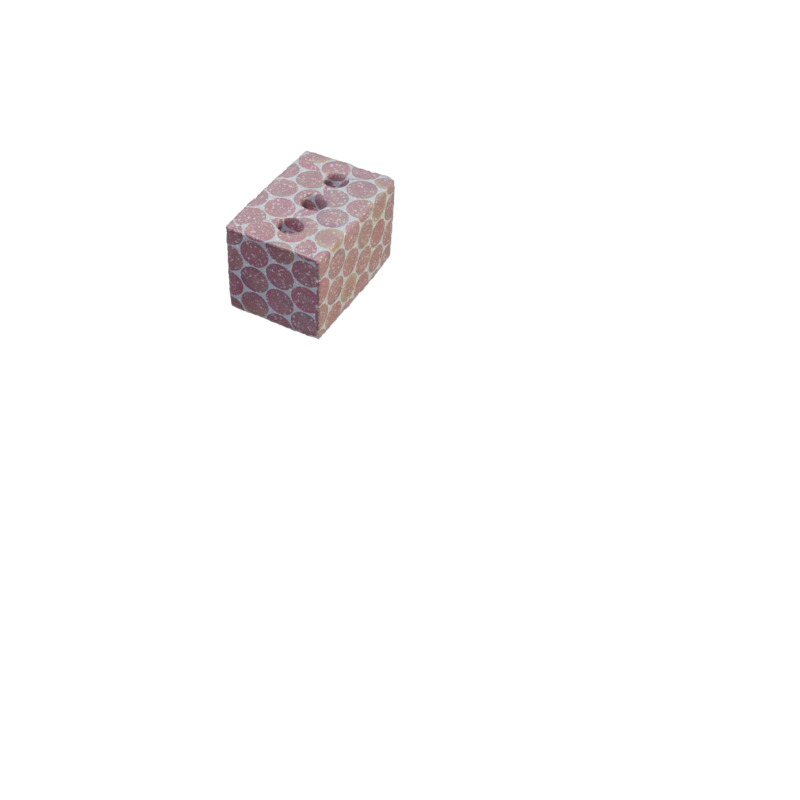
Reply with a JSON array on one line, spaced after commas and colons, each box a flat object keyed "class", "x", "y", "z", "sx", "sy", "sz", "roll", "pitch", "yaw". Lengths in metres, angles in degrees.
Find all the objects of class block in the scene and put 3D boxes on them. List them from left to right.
[{"class": "block", "x": -0.043, "y": -0.078, "z": 0.549, "sx": 0.055, "sy": 0.048, "sz": 0.080, "roll": 20, "pitch": 45, "yaw": 19}]
